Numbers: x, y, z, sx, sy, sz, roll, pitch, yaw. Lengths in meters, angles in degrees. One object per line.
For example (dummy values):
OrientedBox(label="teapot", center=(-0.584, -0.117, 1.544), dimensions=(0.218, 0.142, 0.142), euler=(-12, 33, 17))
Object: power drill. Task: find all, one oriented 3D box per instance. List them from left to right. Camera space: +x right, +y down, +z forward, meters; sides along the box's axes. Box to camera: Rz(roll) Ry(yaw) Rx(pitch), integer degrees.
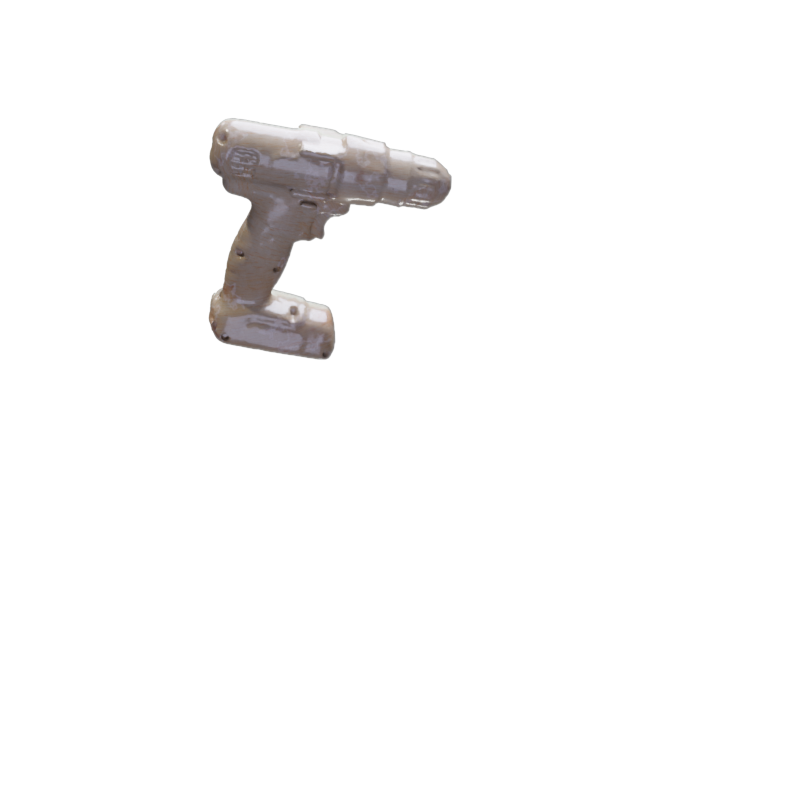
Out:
OrientedBox(label="power drill", center=(-0.068, -0.124, 0.869), dimensions=(0.182, 0.179, 0.061), euler=(11, 30, -7))
